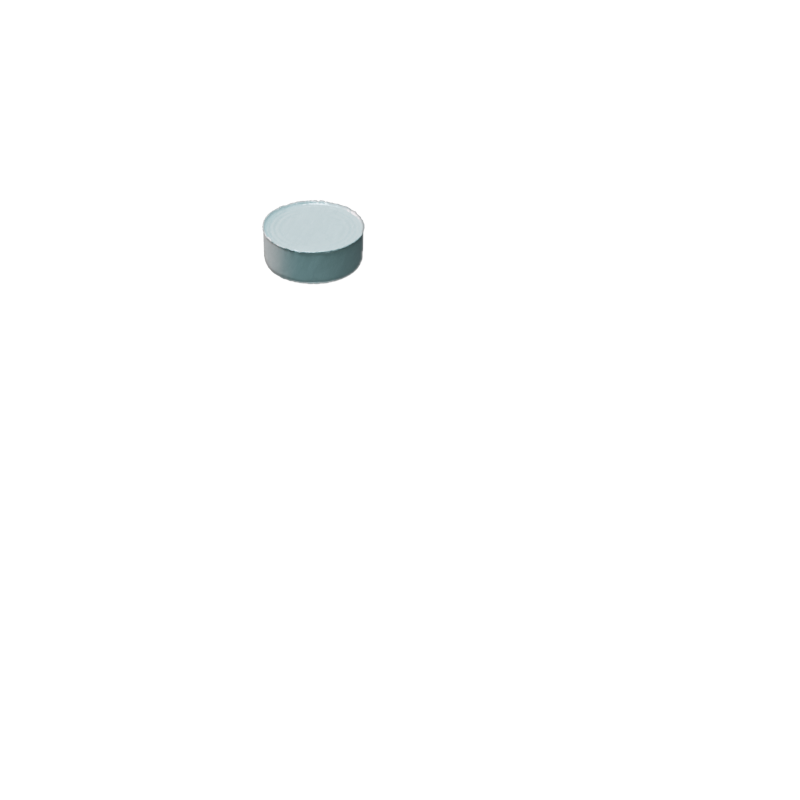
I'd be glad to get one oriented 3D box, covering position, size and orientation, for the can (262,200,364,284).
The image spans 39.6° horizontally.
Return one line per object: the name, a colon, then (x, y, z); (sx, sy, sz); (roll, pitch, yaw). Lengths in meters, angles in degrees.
can: (-0.073, -0.134, 0.938); (0.086, 0.031, 0.092); (-1, 36, -2)
